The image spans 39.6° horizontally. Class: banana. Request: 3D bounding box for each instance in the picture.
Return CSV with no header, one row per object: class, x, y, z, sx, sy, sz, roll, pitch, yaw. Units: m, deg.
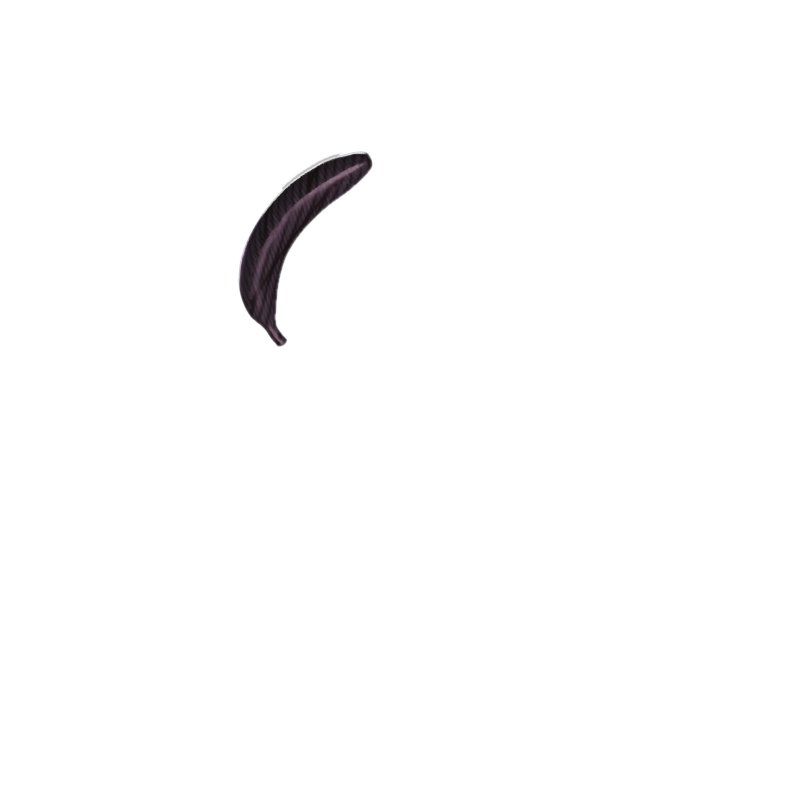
banana,-0.094,-0.142,0.968,0.068,0.191,0.039,23,25,-13
